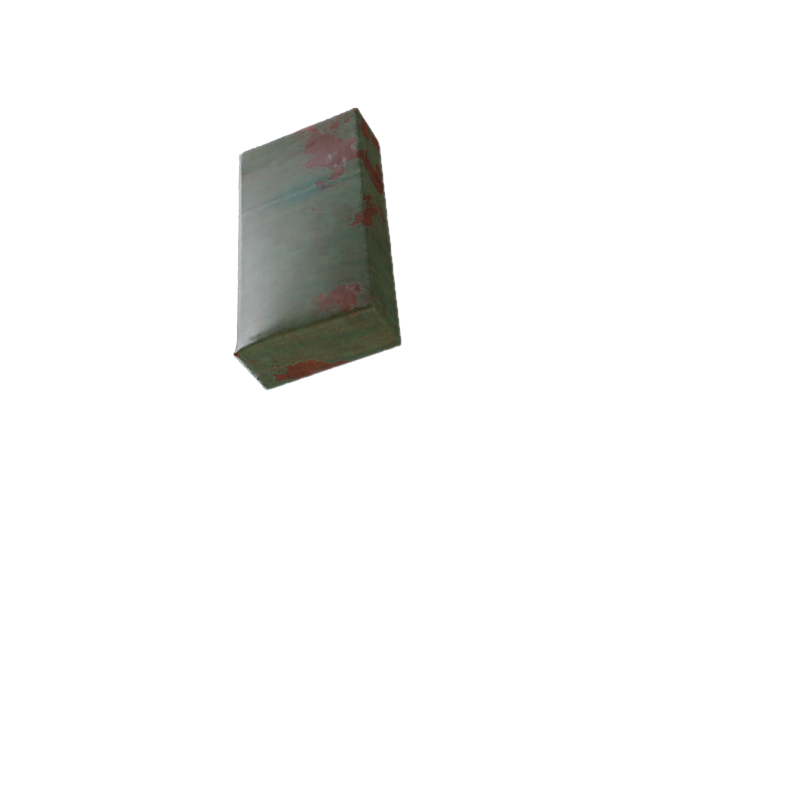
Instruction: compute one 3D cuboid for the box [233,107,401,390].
[{"bbox_3d":[-0.054,-0.099,0.696,0.094,0.189,0.044,-19,-44,17],"label":"box"}]
